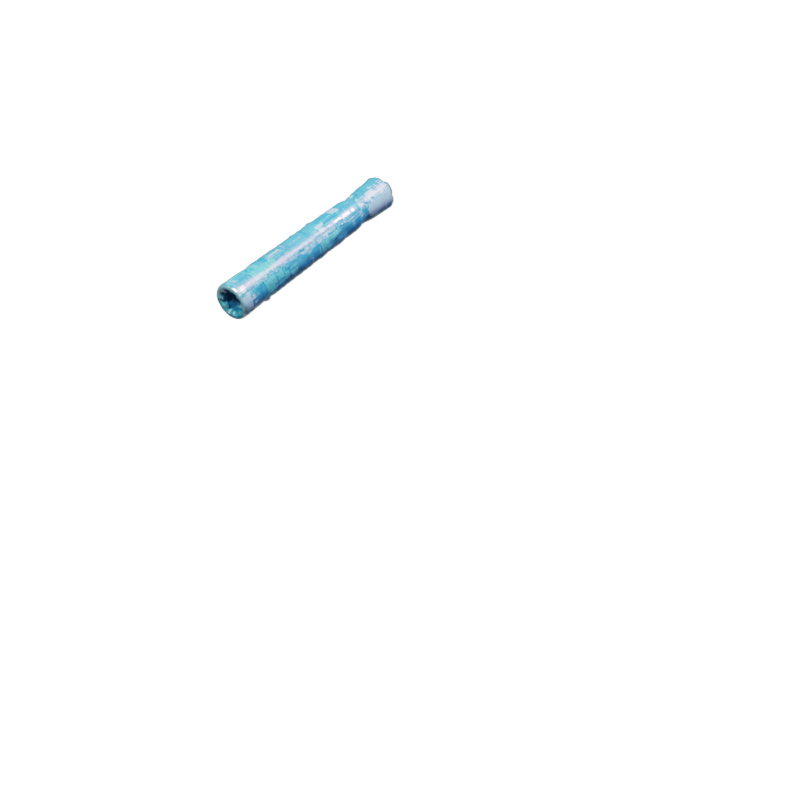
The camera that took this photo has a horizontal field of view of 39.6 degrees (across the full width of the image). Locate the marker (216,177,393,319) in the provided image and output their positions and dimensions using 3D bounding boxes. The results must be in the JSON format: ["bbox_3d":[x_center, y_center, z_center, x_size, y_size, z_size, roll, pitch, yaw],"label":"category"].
[{"bbox_3d":[-0.043,-0.079,0.551,0.021,0.019,0.123,3,35,43],"label":"marker"}]
